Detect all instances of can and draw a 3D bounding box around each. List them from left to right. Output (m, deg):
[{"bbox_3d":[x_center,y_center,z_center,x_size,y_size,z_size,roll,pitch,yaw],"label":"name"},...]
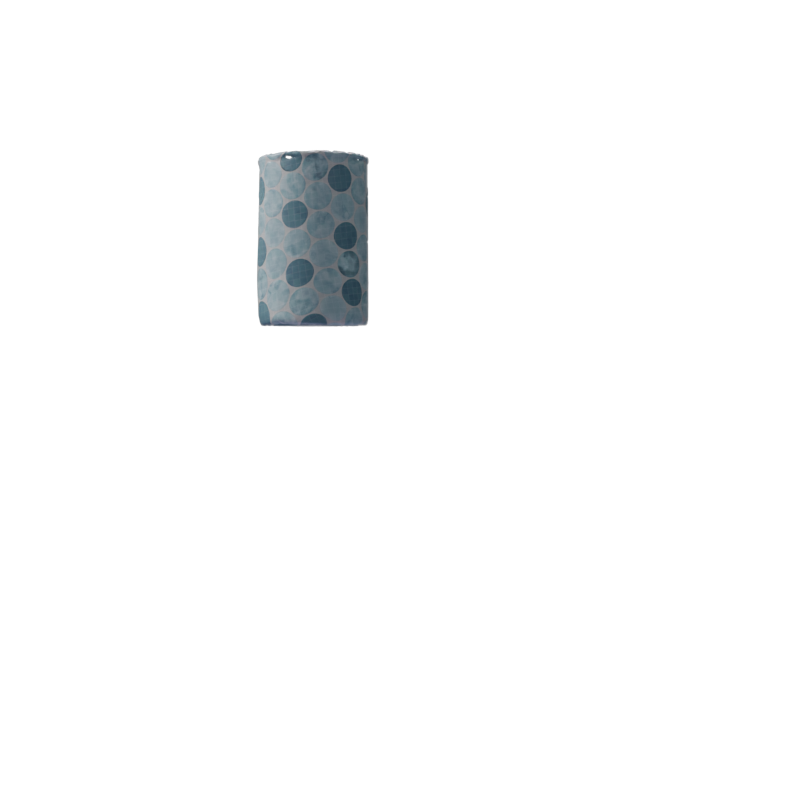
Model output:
[{"bbox_3d":[-0.053,-0.096,0.675,0.068,0.103,0.068,0,-3,-2],"label":"can"}]
